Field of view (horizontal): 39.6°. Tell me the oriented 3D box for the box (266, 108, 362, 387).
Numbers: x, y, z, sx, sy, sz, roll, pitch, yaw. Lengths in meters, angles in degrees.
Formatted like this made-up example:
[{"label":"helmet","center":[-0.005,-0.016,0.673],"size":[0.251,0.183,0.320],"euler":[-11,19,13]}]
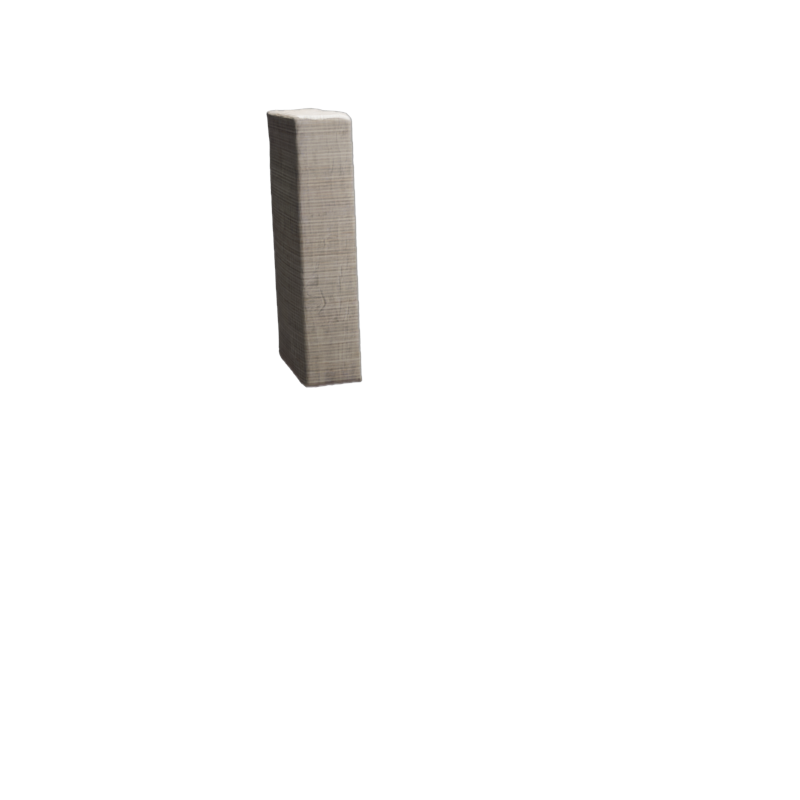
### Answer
[{"label":"box","center":[-0.058,-0.107,0.748],"size":[0.047,0.172,0.098],"euler":[-2,12,-16]}]
